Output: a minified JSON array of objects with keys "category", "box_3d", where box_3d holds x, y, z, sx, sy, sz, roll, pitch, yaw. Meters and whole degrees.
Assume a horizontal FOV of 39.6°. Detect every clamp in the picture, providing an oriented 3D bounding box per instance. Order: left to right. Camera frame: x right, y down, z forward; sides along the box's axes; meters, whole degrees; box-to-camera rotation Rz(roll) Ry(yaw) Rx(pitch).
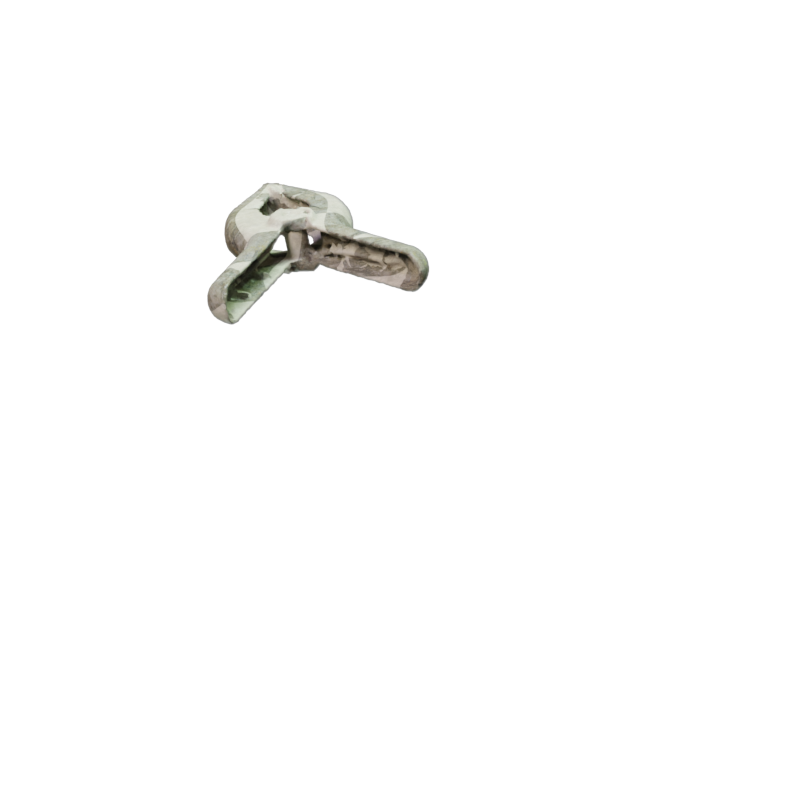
[{"category":"clamp","box_3d":[-0.051,-0.094,0.658,0.119,0.037,0.182,-3,29,-5]}]
